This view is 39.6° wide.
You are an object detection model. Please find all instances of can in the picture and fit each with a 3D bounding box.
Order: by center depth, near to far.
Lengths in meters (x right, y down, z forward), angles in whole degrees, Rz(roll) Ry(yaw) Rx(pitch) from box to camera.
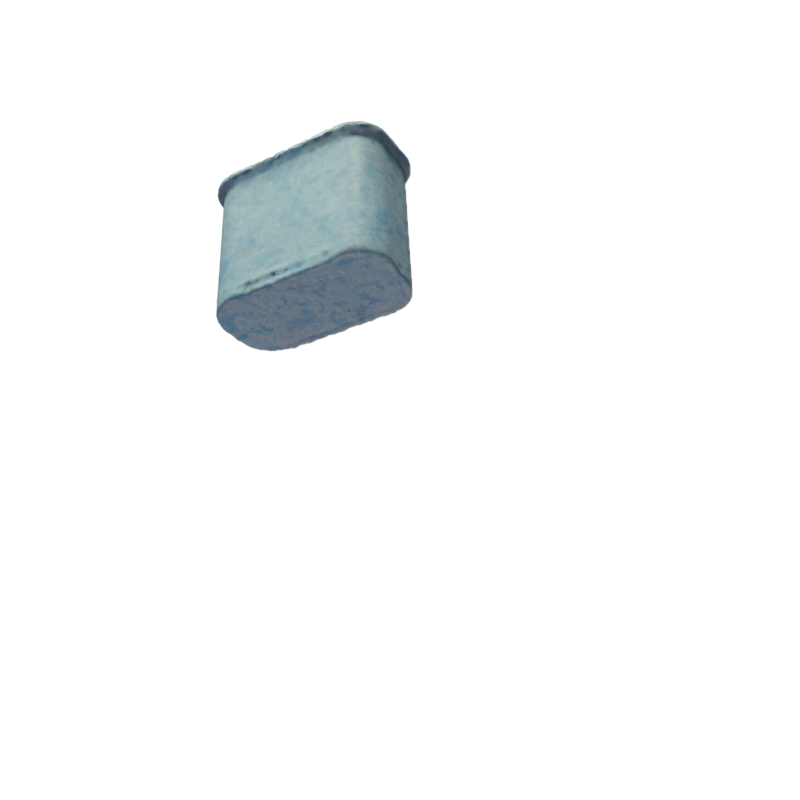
[{"bbox_3d":[-0.044,-0.080,0.560,0.103,0.090,0.053,-20,-40,24],"label":"can"}]
